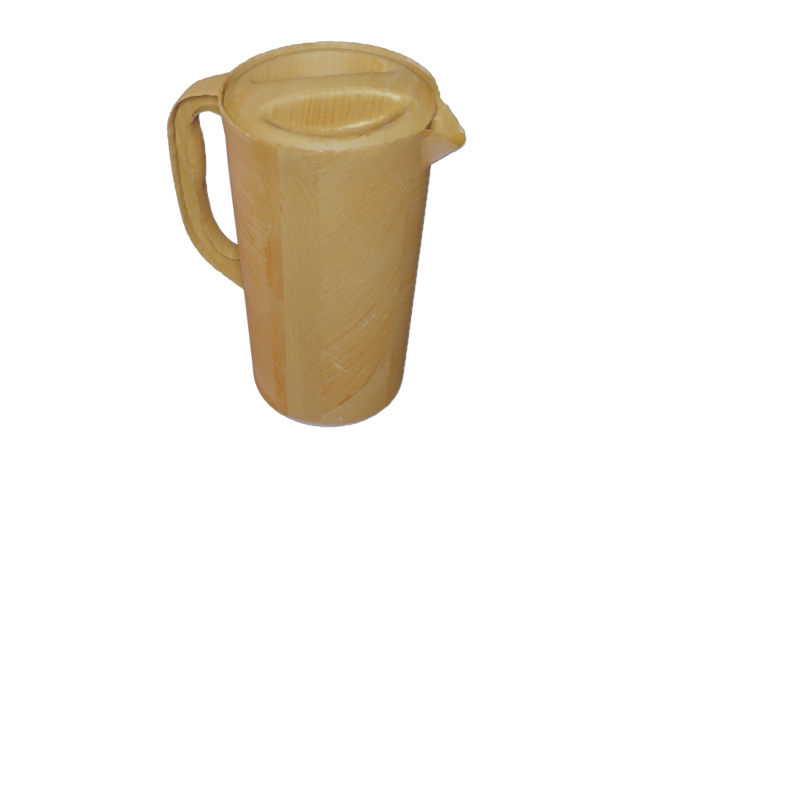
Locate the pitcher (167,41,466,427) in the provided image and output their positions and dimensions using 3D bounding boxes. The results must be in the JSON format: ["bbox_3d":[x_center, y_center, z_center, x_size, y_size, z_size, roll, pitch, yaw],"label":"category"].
[{"bbox_3d":[-0.057,-0.104,0.729,0.143,0.227,0.161,-19,45,-24],"label":"pitcher"}]
